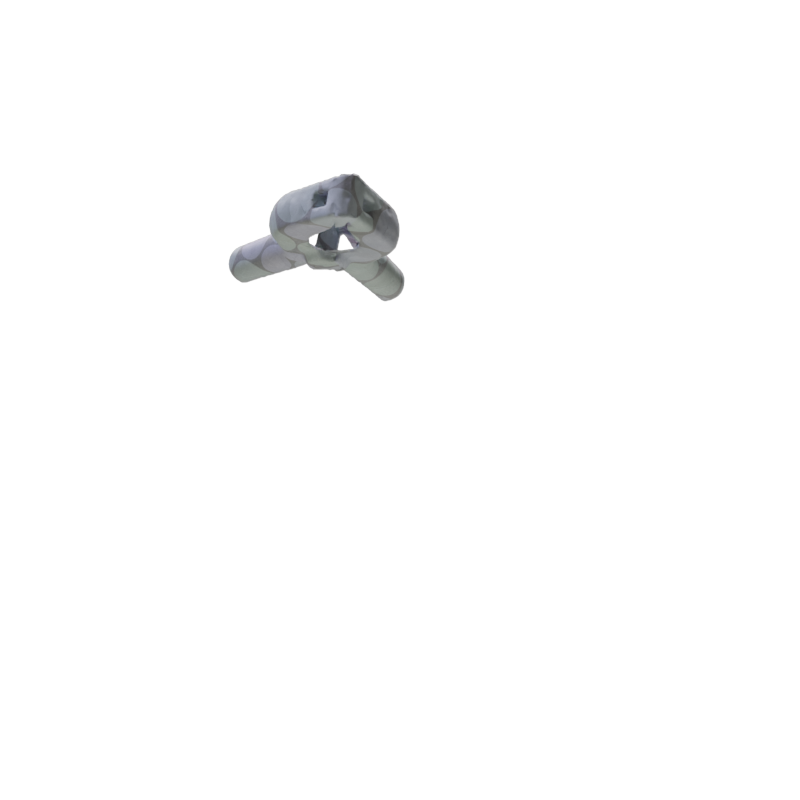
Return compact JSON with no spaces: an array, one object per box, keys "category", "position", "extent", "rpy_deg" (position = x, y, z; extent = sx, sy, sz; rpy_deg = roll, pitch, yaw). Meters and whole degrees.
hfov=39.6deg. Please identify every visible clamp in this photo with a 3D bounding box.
[{"category":"clamp","position":[-0.055,-0.100,0.702],"extent":[0.120,0.041,0.164],"rpy_deg":[0,-15,-1]}]
